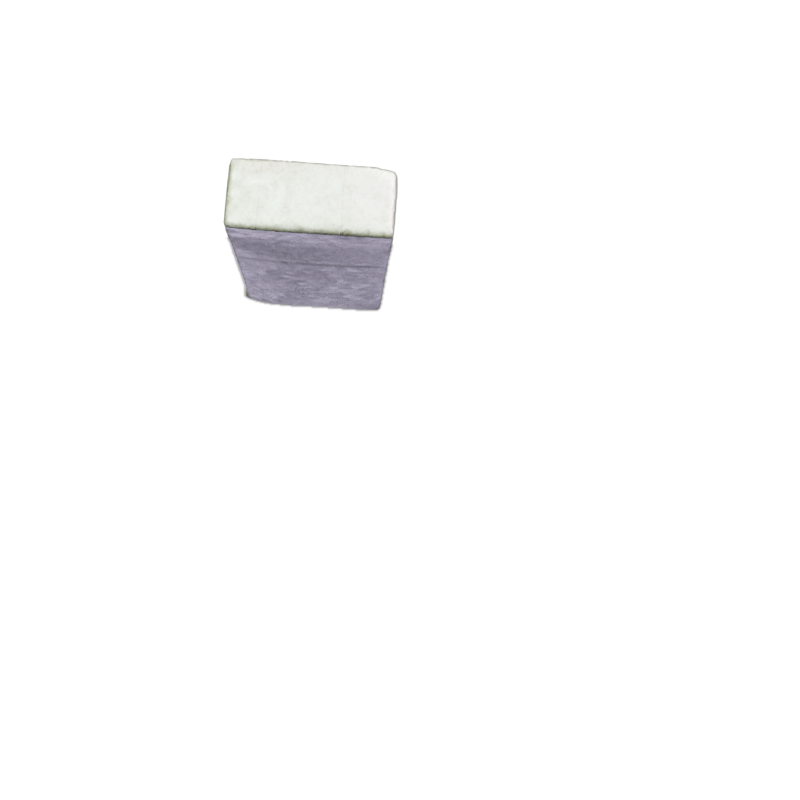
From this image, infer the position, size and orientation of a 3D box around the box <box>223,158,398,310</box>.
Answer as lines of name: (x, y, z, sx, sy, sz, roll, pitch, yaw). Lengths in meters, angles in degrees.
box: (-0.052, -0.096, 0.671, 0.093, 0.050, 0.170, 5, -12, -2)
